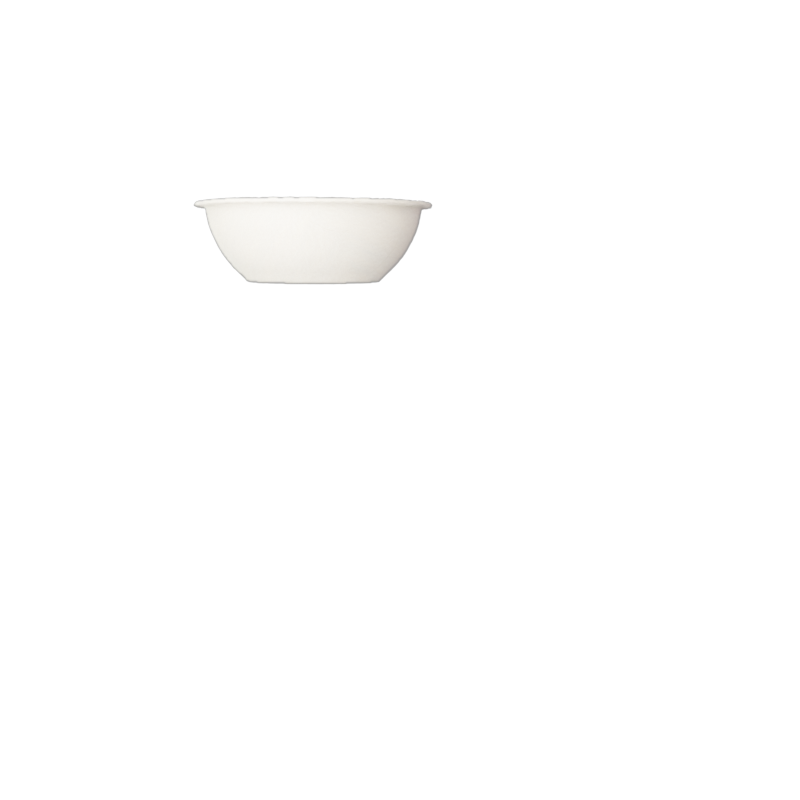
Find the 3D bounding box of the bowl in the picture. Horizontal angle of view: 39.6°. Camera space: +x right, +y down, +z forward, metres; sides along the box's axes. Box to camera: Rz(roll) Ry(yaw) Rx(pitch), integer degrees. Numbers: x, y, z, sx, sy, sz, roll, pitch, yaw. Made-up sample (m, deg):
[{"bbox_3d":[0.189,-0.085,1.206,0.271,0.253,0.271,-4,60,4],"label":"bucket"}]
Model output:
[{"bbox_3d":[-0.059,-0.108,0.756,0.162,0.055,0.164,0,7,-2],"label":"bowl"}]
